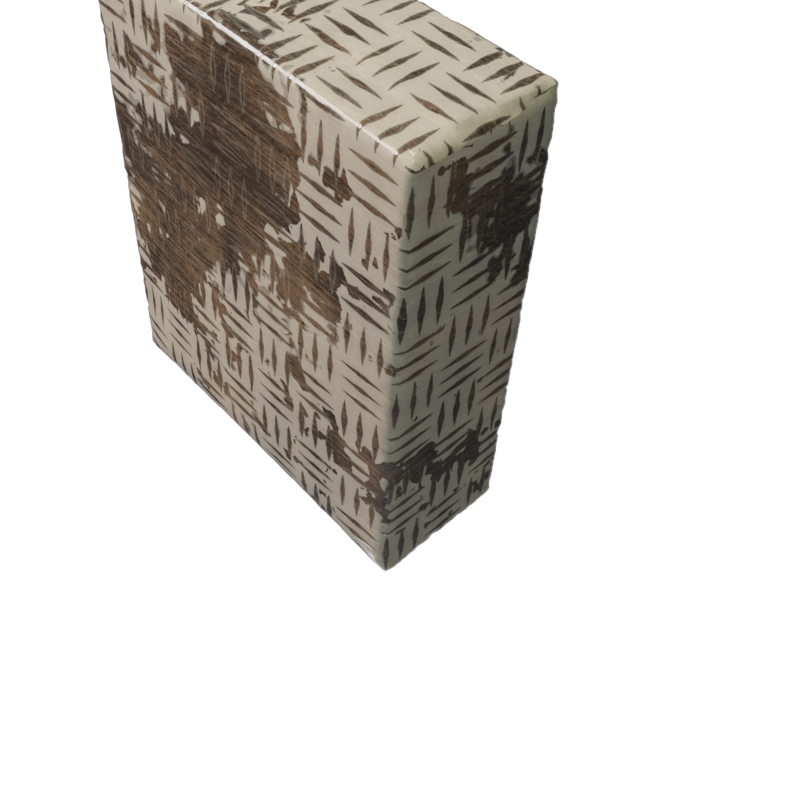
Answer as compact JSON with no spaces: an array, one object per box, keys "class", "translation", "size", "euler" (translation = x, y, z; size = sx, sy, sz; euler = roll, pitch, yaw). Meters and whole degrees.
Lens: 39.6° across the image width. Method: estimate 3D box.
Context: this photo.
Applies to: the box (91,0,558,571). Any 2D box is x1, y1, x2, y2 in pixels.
[{"class":"box","translation":[-0.033,-0.061,0.425],"size":[0.072,0.199,0.176],"euler":[-31,56,-28]}]
